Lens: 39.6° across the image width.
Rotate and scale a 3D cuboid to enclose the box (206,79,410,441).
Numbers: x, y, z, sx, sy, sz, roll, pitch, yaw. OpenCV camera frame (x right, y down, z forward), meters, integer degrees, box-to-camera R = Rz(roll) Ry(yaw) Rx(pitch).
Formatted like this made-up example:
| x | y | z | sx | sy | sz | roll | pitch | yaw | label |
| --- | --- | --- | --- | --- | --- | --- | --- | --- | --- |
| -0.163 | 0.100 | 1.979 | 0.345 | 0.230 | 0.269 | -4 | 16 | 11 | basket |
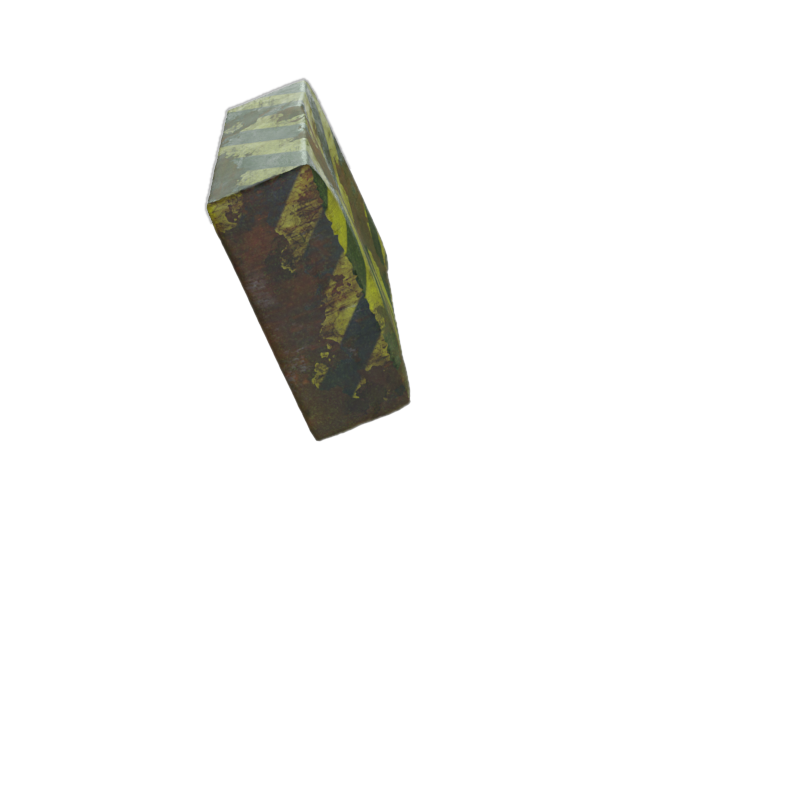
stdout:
| x | y | z | sx | sy | sz | roll | pitch | yaw | label |
| --- | --- | --- | --- | --- | --- | --- | --- | --- | --- |
| -0.056 | -0.103 | 0.721 | 0.072 | 0.155 | 0.226 | -21 | 25 | 7 | box |
